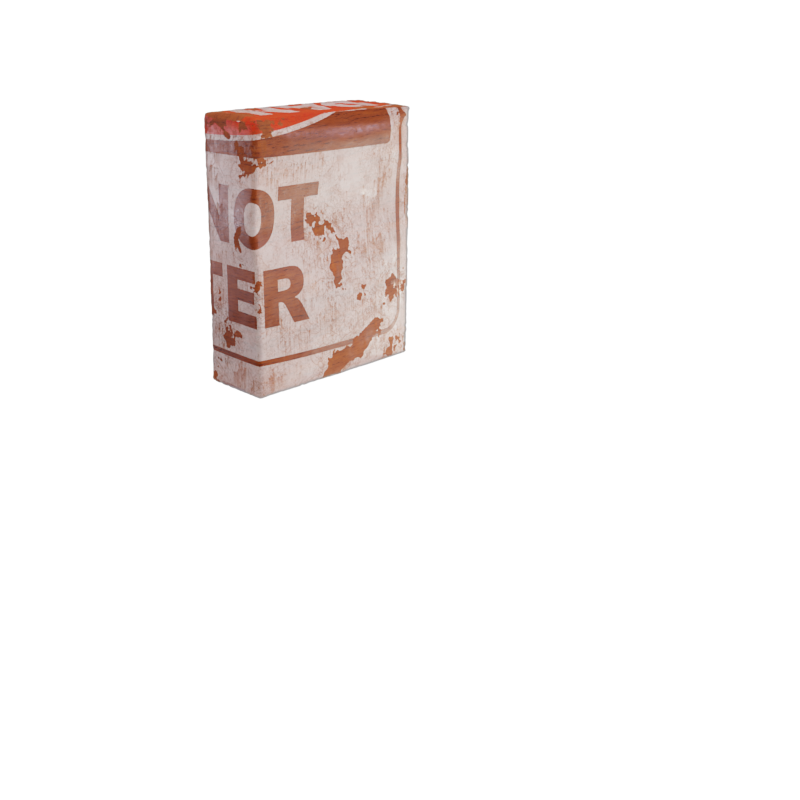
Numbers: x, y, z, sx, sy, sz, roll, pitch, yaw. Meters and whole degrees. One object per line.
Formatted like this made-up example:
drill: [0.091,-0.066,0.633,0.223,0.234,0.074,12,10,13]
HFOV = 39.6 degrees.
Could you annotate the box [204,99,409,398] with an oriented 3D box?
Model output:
box: [-0.069,-0.126,0.886,0.160,0.207,0.076,-14,20,-42]
